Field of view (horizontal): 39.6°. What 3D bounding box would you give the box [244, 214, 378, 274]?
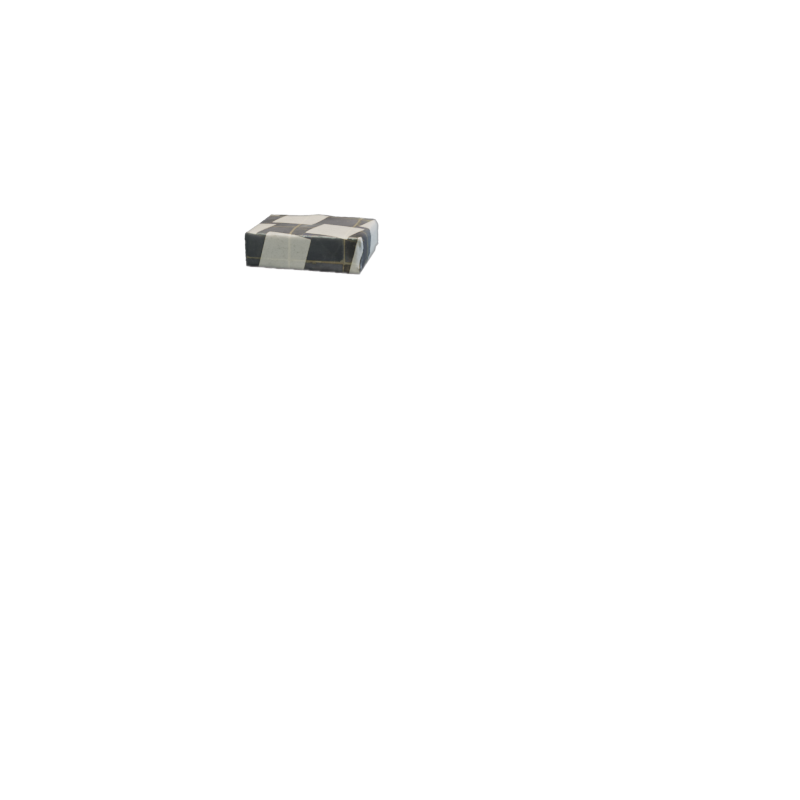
[{"bbox_3d":[-0.066,-0.120,0.842,0.091,0.029,0.075,4,19,10],"label":"box"}]
